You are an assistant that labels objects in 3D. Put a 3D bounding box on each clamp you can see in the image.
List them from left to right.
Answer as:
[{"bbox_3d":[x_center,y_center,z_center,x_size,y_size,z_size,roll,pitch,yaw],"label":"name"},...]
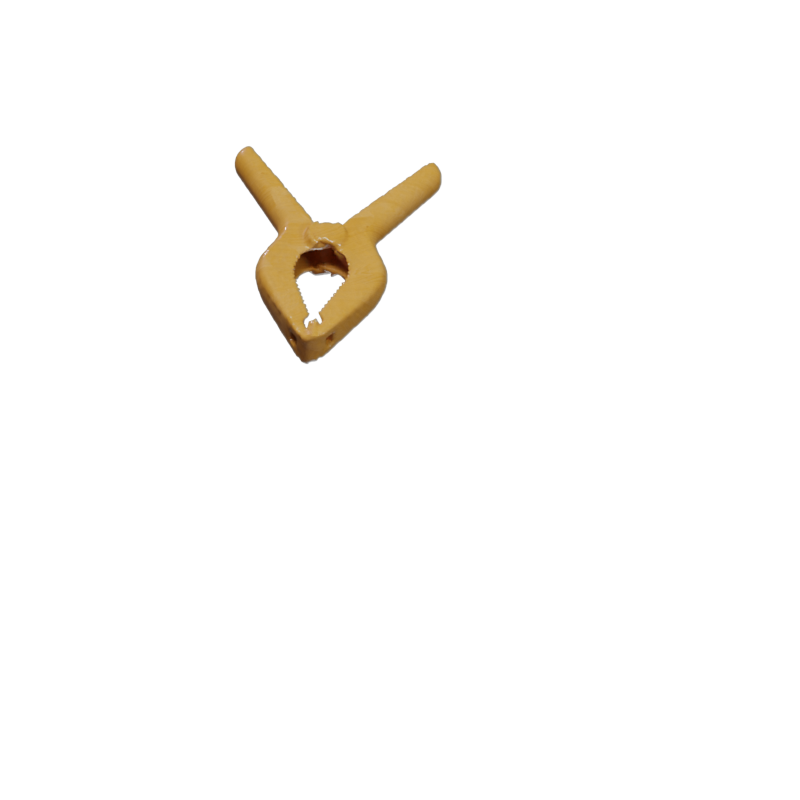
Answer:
[{"bbox_3d":[-0.065,-0.118,0.825,0.167,0.222,0.034,9,-42,8],"label":"clamp"}]
